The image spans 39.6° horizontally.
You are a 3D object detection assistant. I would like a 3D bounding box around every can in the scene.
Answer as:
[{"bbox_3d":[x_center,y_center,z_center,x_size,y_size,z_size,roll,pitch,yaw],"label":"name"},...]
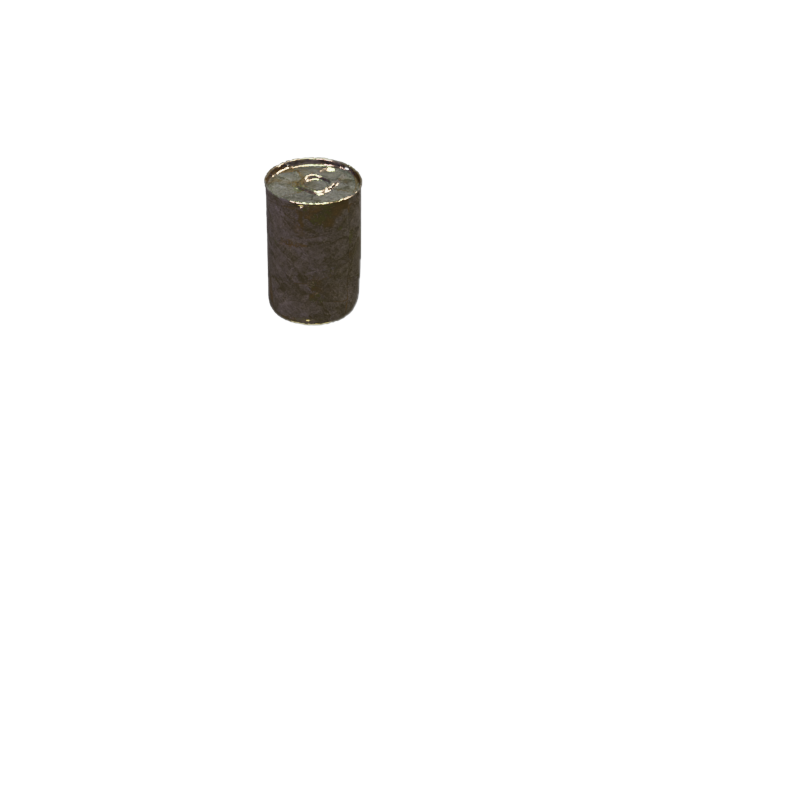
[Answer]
[{"bbox_3d":[-0.062,-0.113,0.793,0.068,0.096,0.073,0,35,-3],"label":"can"}]
